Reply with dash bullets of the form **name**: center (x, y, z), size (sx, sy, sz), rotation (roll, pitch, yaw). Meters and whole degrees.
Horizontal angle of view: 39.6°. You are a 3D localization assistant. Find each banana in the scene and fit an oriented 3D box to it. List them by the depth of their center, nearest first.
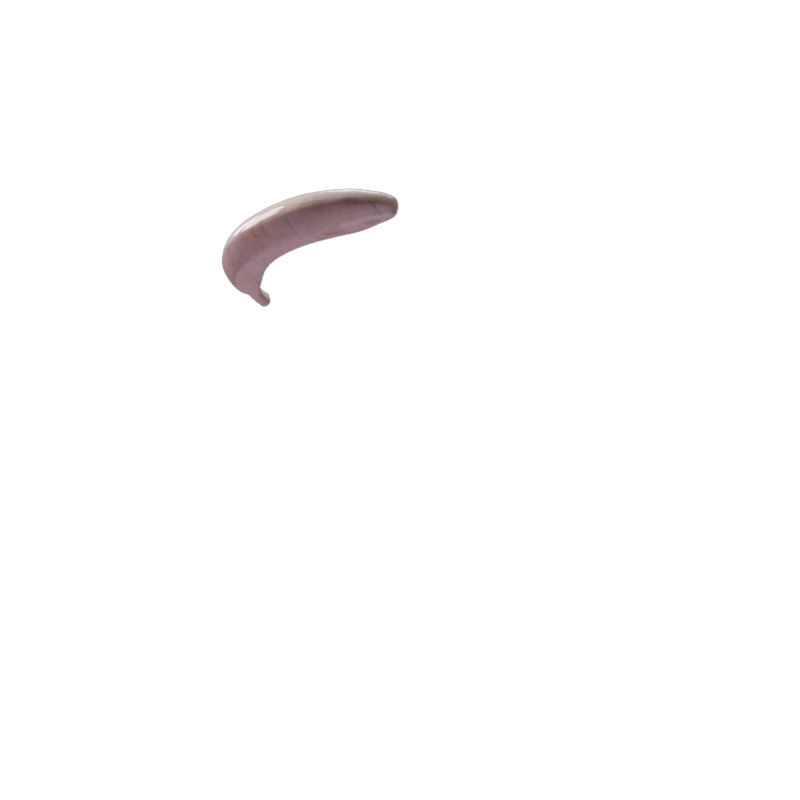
- **banana**: center (-0.082, -0.120, 0.825), size (0.066, 0.038, 0.198), rotation (12, -21, -33)
